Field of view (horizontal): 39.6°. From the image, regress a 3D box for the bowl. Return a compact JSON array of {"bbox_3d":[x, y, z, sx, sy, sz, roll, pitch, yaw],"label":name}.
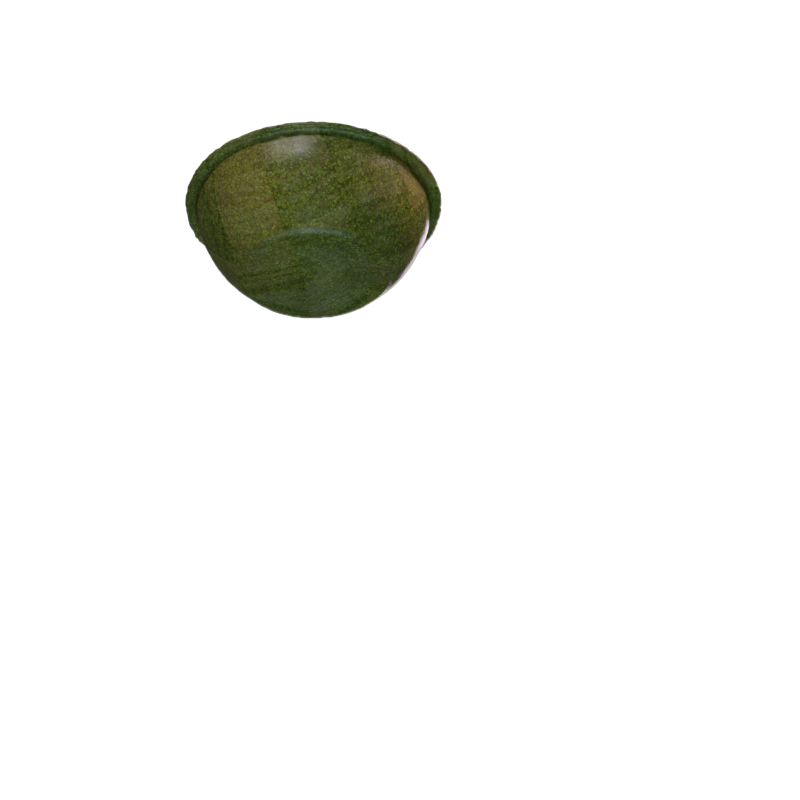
[{"bbox_3d":[-0.054,-0.098,0.685,0.162,0.059,0.152,1,-33,-2],"label":"bowl"}]
